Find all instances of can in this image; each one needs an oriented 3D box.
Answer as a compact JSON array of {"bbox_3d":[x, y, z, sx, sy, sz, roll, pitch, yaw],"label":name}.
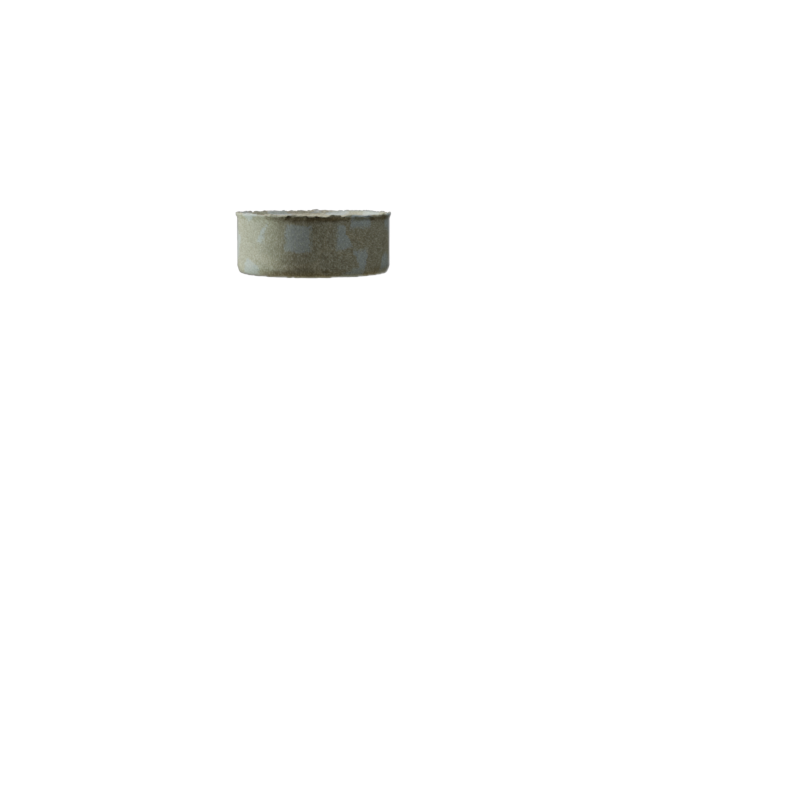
[{"bbox_3d":[-0.048,-0.087,0.612,0.086,0.033,0.088,0,10,-2],"label":"can"}]
